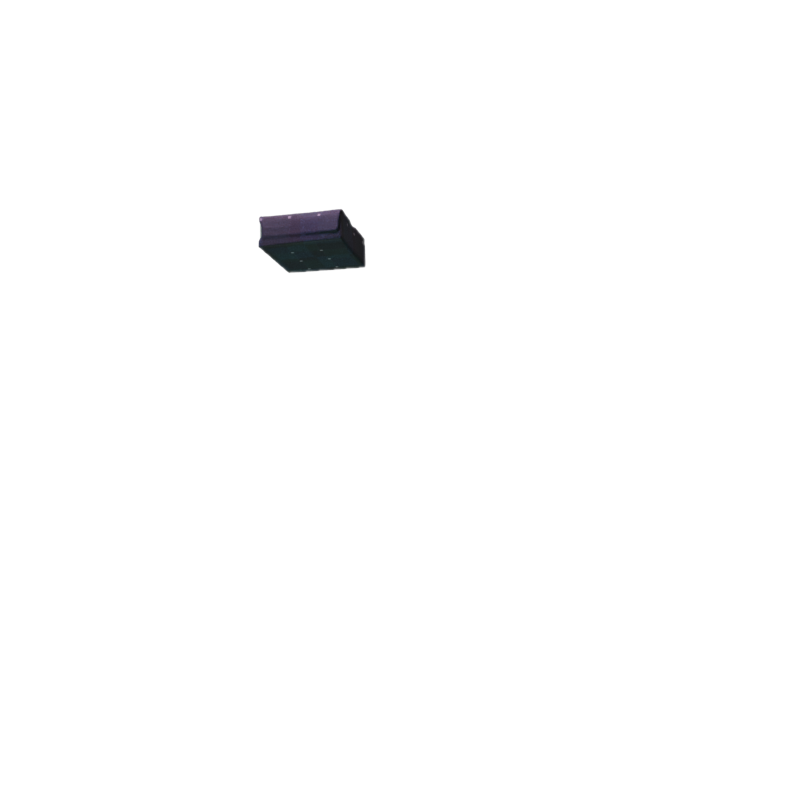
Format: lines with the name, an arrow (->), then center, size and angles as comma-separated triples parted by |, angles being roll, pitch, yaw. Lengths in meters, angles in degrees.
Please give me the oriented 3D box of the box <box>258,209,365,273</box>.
box -> -0.075, -0.137, 0.962 | 0.074, 0.031, 0.085 | -3, -12, 14
